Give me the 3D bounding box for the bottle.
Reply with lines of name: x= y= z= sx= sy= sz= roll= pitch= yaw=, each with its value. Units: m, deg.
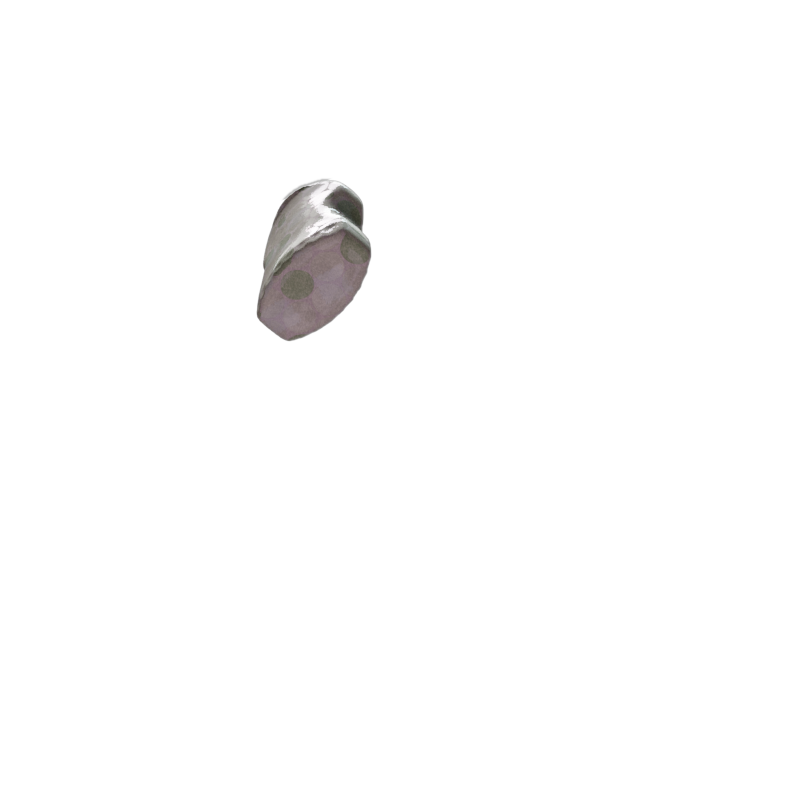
bottle: x=-0.070 y=-0.126 z=0.884 sx=0.056 sy=0.095 sz=0.203 roll=37 pitch=19 yaw=-21
